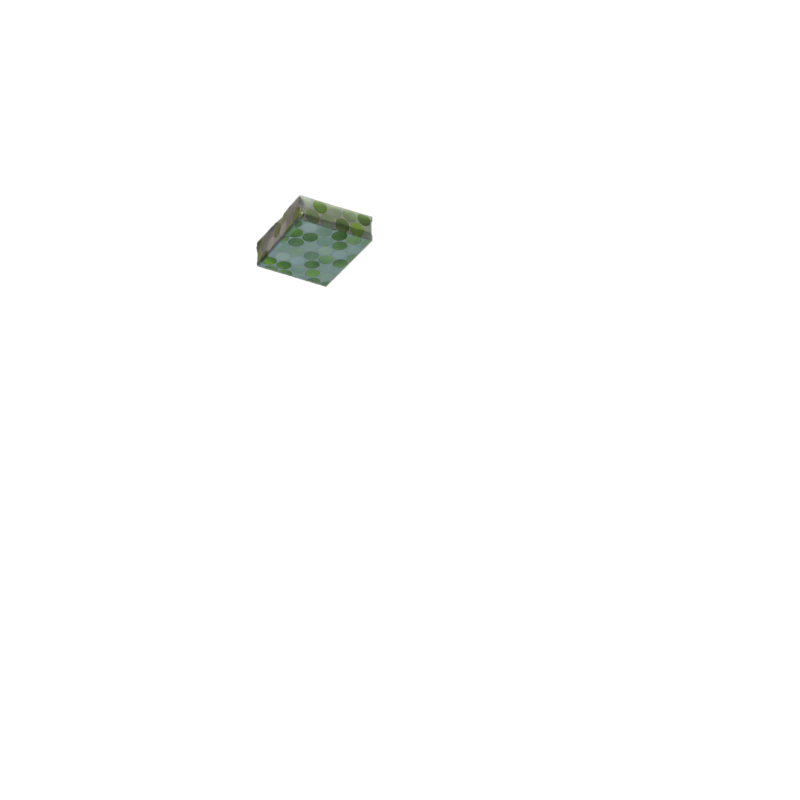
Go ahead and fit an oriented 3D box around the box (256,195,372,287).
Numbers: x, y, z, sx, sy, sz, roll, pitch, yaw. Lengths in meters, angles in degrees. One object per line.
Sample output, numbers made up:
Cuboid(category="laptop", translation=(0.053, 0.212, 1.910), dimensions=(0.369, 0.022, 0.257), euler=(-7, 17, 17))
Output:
Cuboid(category="box", translation=(-0.077, -0.141, 0.988), dimensions=(0.070, 0.032, 0.088), euler=(15, -31, -27))
